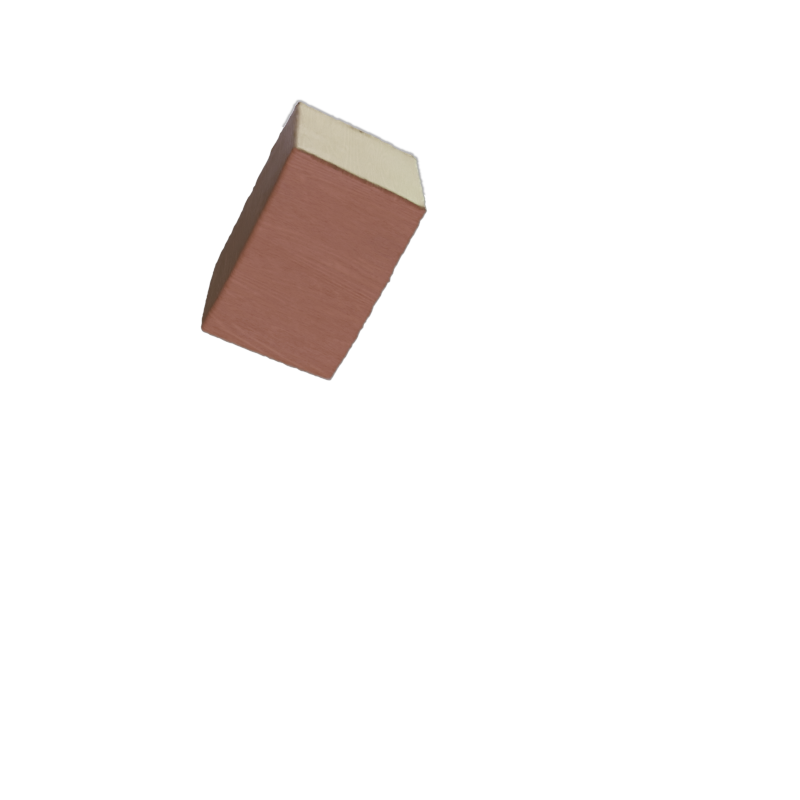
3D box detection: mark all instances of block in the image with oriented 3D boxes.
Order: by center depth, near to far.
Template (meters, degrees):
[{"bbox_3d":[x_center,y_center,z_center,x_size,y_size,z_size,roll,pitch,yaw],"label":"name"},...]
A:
[{"bbox_3d":[-0.032,-0.058,0.404,0.051,0.076,0.054,25,24,-15],"label":"block"}]
